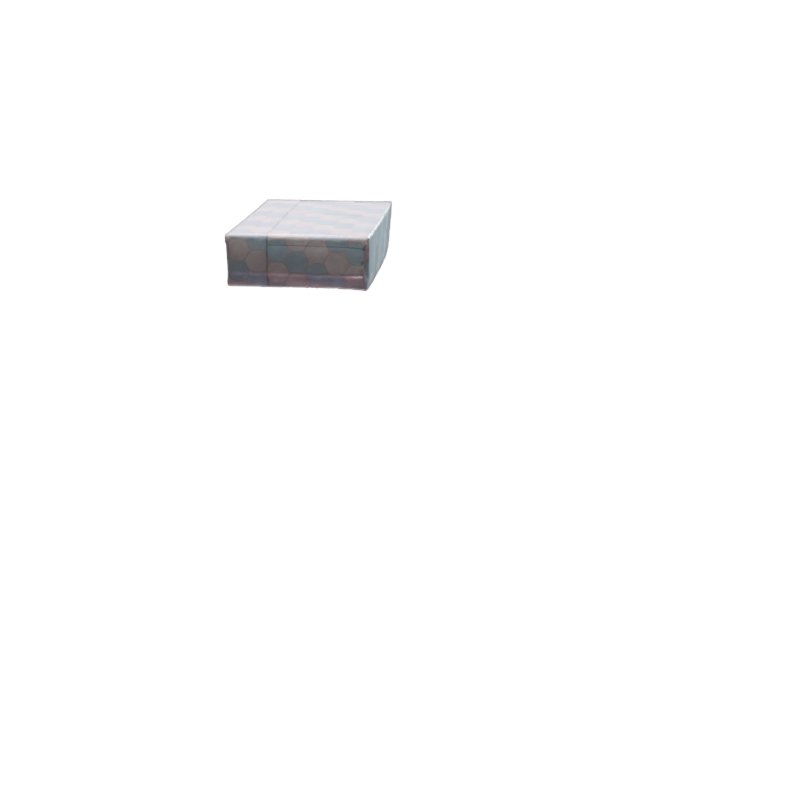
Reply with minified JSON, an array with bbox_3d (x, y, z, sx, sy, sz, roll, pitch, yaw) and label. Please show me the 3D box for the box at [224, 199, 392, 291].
[{"bbox_3d":[-0.056,-0.103,0.722,0.091,0.037,0.116,3,19,8],"label":"box"}]
